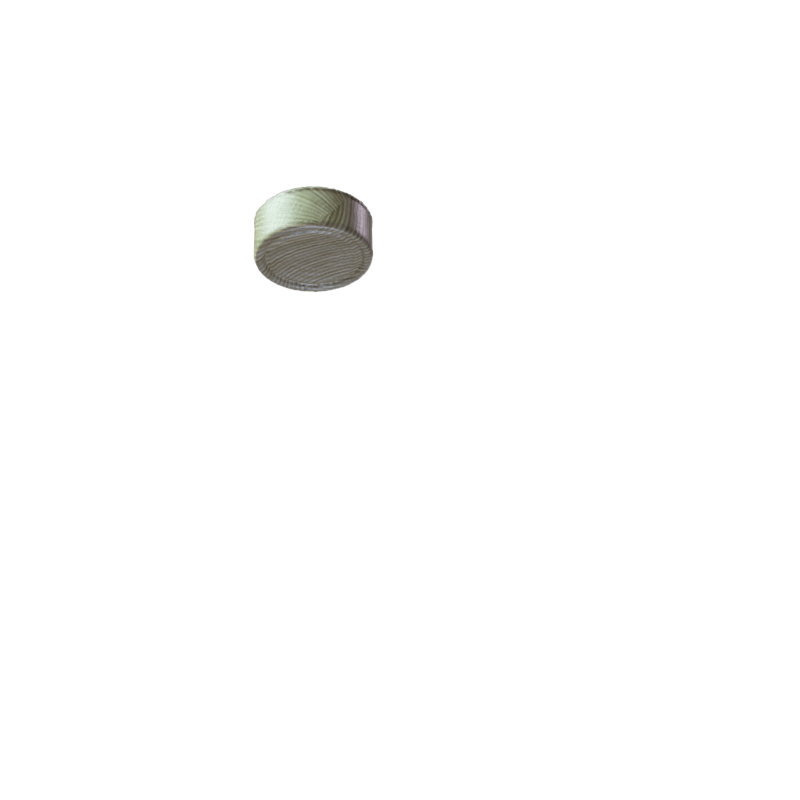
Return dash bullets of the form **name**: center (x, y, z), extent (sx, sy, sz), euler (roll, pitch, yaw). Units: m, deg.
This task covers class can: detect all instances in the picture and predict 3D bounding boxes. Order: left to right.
- **can**: center (-0.062, -0.113, 0.791), extent (0.086, 0.036, 0.081), euler (1, -30, -2)
